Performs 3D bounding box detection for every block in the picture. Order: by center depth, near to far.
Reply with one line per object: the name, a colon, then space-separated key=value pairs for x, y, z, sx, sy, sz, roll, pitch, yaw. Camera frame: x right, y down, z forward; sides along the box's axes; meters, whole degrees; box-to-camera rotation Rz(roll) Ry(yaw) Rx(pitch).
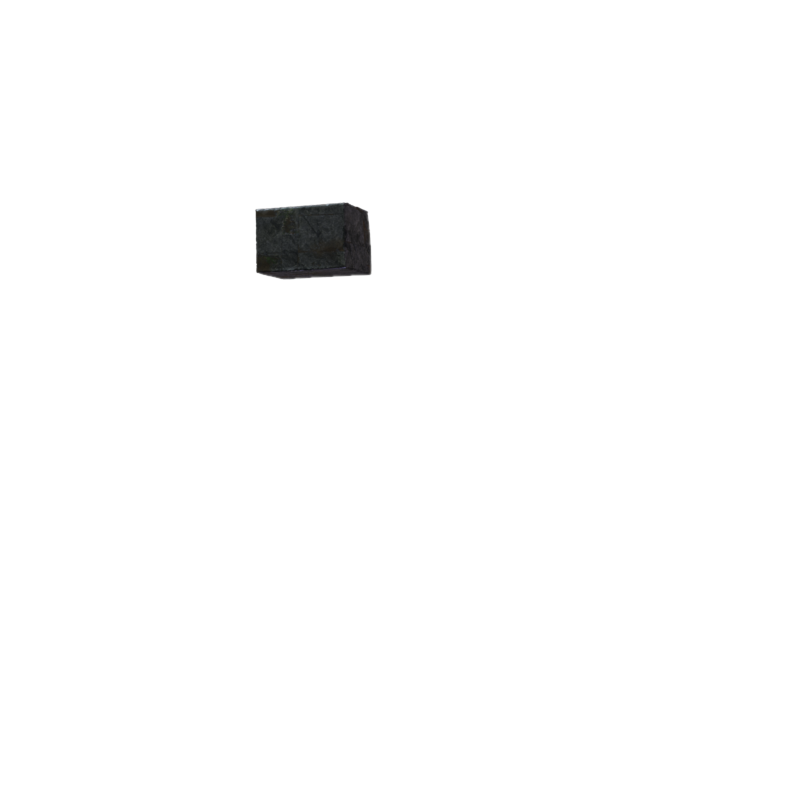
block: x=-0.067 y=-0.123 z=0.859 sx=0.080 sy=0.052 sz=0.051 roll=-1 pitch=-4 yaw=21
